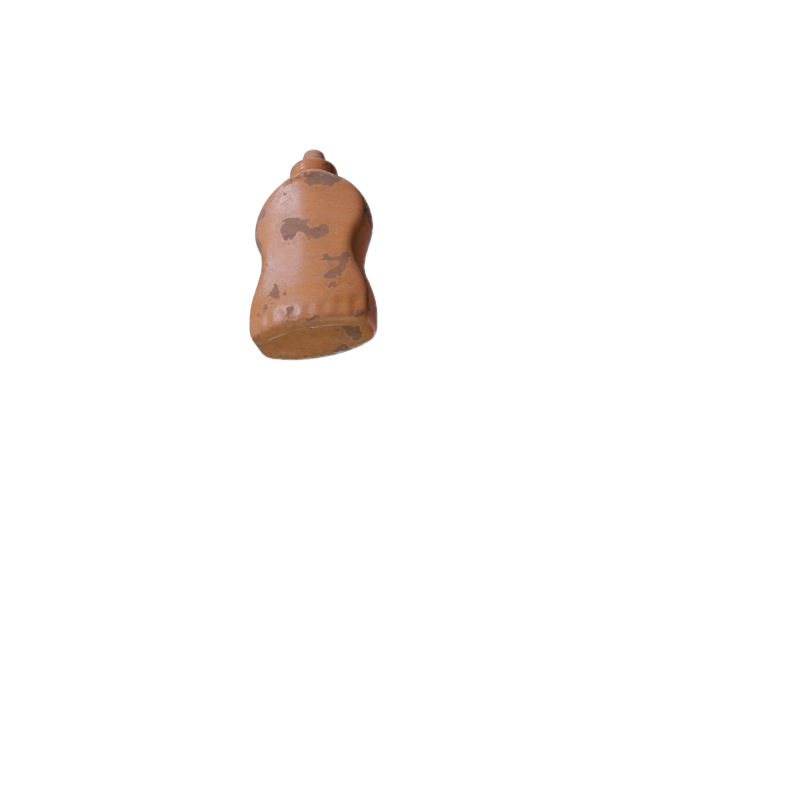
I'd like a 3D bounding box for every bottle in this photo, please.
[{"bbox_3d":[-0.070,-0.128,0.895,0.097,0.205,0.054,-13,-37,14],"label":"bottle"}]
